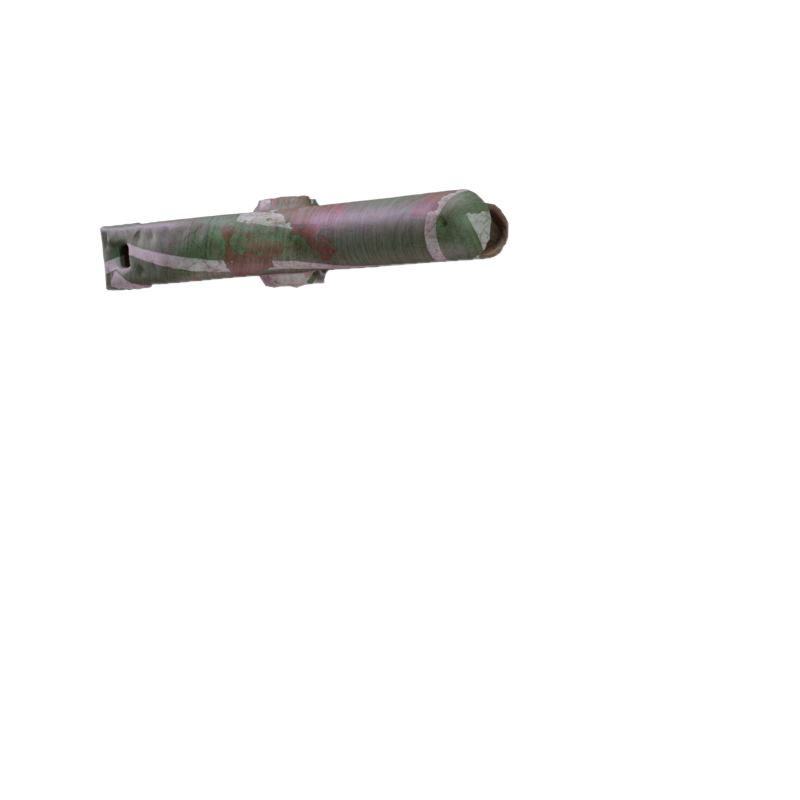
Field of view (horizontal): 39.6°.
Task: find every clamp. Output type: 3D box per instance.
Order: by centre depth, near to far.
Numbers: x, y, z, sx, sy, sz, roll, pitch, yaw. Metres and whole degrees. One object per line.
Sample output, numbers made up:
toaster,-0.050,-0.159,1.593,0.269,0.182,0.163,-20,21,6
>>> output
clamp,-0.036,-0.065,0.457,0.176,0.039,0.116,1,1,20
